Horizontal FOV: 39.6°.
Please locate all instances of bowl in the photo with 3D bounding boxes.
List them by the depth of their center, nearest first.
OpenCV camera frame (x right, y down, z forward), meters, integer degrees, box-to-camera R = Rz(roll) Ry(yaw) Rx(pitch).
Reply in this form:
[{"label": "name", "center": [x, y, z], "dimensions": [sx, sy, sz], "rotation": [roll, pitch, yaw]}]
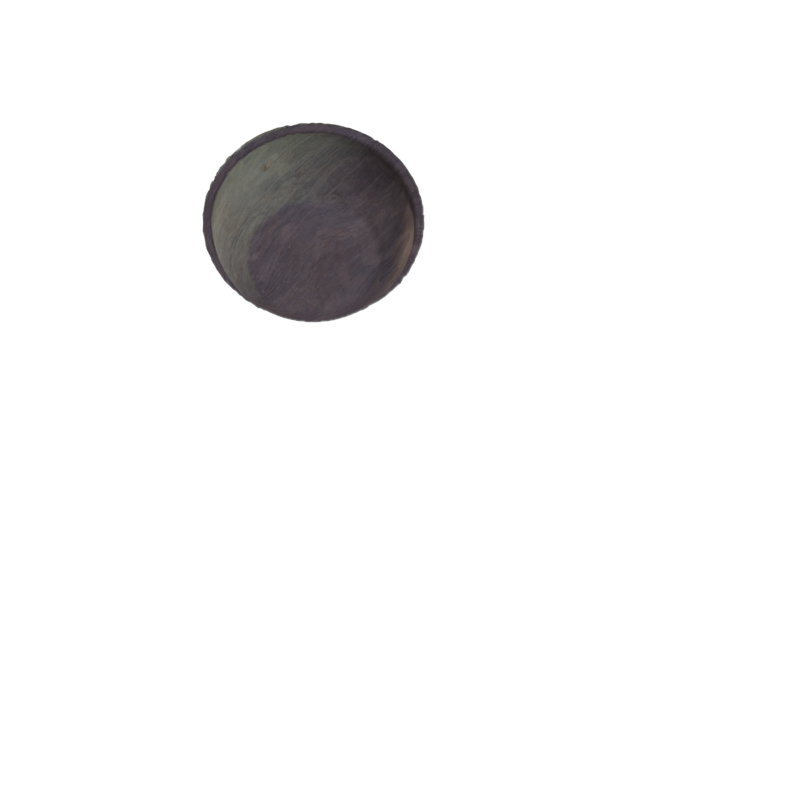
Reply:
[{"label": "bowl", "center": [-0.061, -0.112, 0.784], "dimensions": [0.162, 0.153, 0.058], "rotation": [1, 30, -1]}]
